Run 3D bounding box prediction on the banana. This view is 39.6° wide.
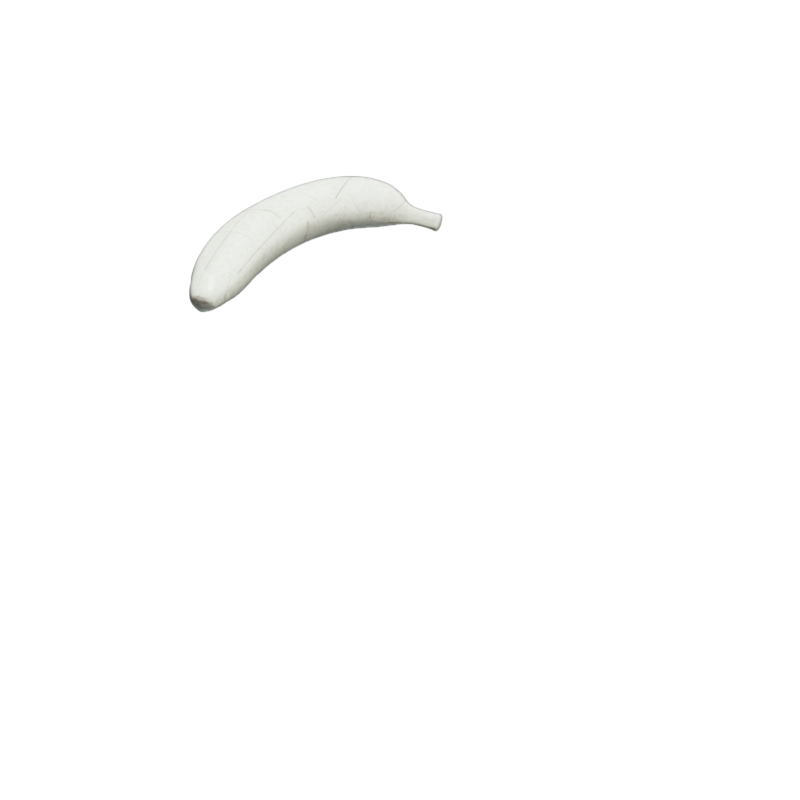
[{"bbox_3d":[-0.064,-0.109,0.706,0.196,0.034,0.074,-26,41,-34],"label":"banana"}]
